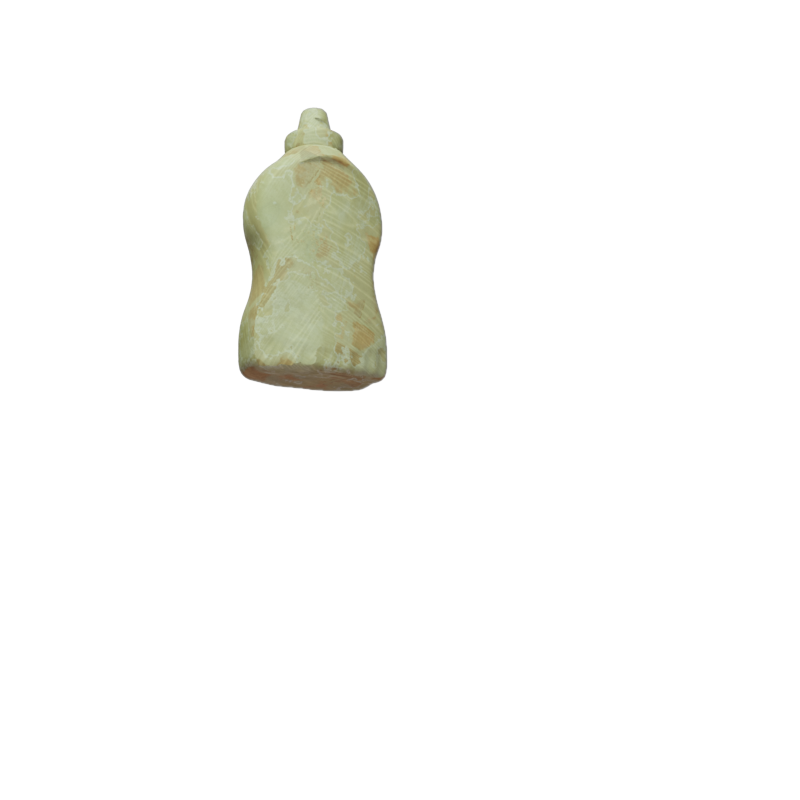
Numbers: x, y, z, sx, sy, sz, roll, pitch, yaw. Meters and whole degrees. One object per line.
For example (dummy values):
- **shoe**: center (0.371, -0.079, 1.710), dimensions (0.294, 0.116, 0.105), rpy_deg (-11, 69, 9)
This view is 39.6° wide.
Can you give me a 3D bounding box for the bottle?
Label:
- **bottle**: center (-0.058, -0.106, 0.743), dimensions (0.093, 0.200, 0.058), rpy_deg (7, -21, -23)
